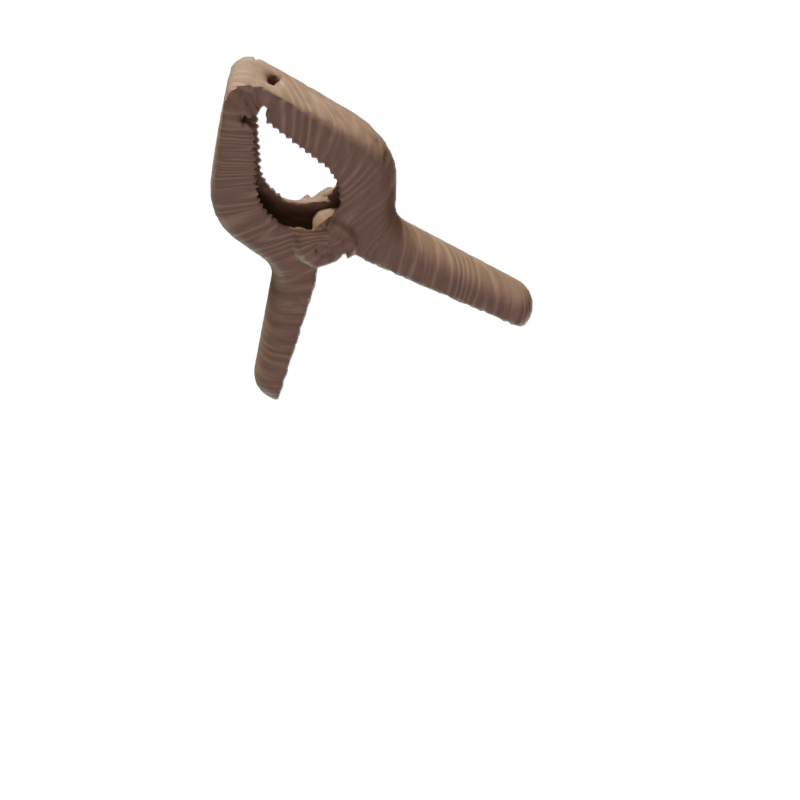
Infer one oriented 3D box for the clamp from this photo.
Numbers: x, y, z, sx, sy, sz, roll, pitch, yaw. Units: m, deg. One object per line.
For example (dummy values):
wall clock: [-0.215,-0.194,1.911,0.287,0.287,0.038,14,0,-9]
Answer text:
clamp: [-0.045,-0.083,0.580,0.165,0.039,0.195,-23,-52,19]
